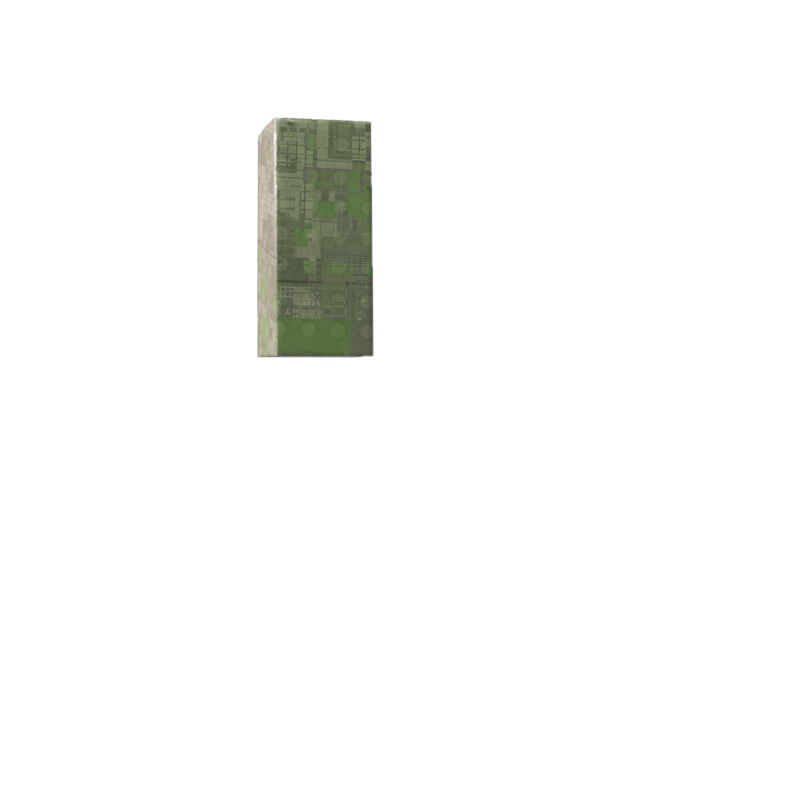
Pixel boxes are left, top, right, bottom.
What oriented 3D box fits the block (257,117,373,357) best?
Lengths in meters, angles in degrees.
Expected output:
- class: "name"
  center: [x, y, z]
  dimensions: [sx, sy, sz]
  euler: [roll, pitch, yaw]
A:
- class: "block"
  center: [-0.078, -0.142, 0.996]
  dimensions: [0.089, 0.209, 0.091]
  euler: [1, -5, -15]
